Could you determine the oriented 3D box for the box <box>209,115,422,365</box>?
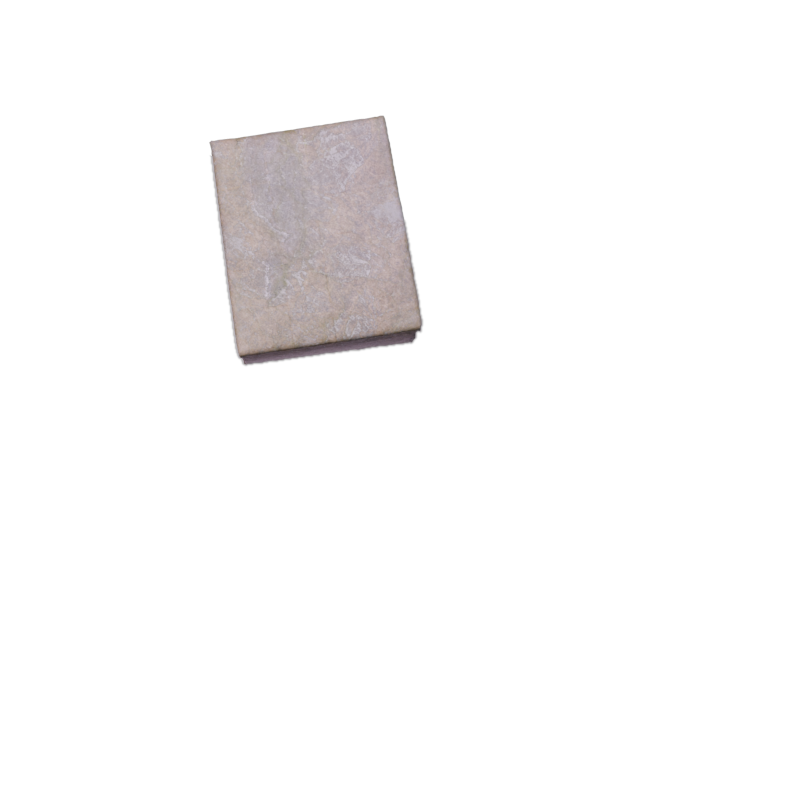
[{"bbox_3d":[-0.043,-0.079,0.555,0.089,0.118,0.037,-9,-15,-3],"label":"box"}]
